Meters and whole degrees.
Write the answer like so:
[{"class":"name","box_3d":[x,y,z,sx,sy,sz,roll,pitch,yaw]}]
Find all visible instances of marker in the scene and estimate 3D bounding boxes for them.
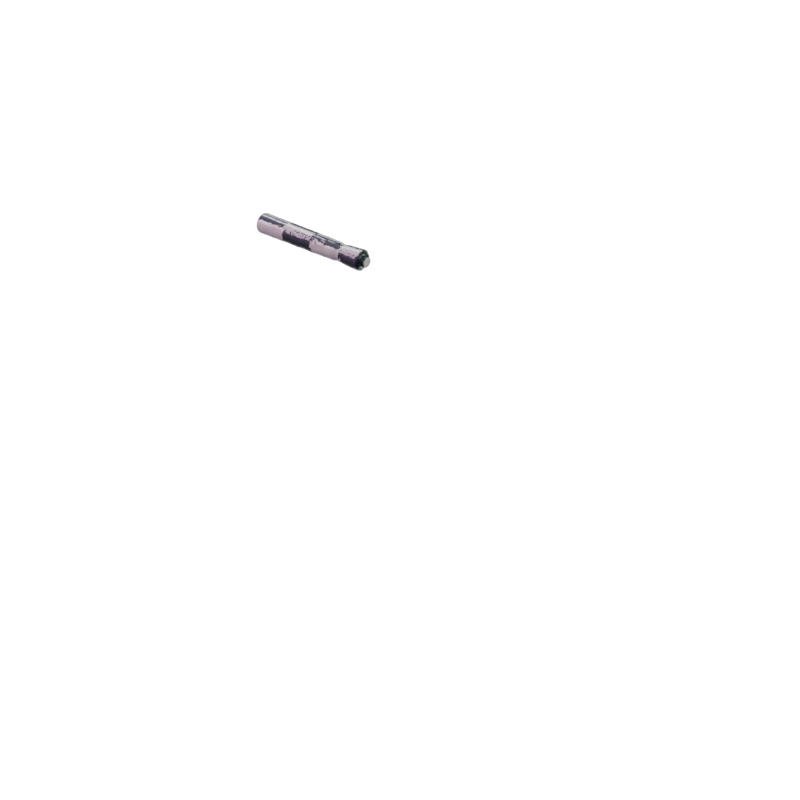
[{"class":"marker","box_3d":[-0.075,-0.137,0.962,0.128,0.019,0.019,25,18,35]}]
